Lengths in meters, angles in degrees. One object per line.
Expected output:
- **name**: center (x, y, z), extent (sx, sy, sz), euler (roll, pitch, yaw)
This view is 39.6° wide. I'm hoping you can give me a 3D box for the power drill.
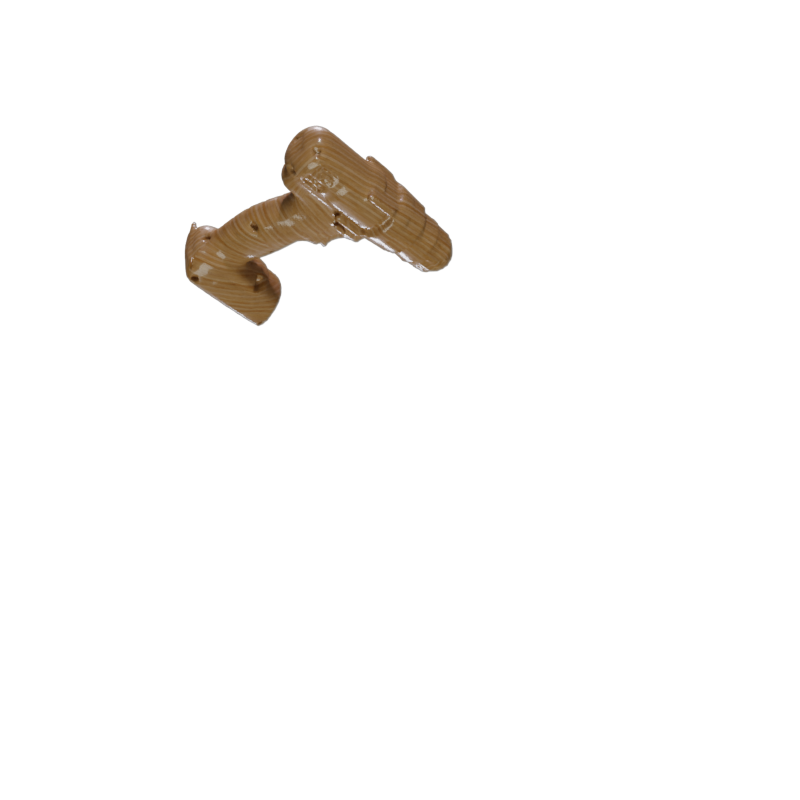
- **power drill**: center (-0.073, -0.133, 0.930), extent (0.187, 0.062, 0.172), euler (-29, -48, 29)
